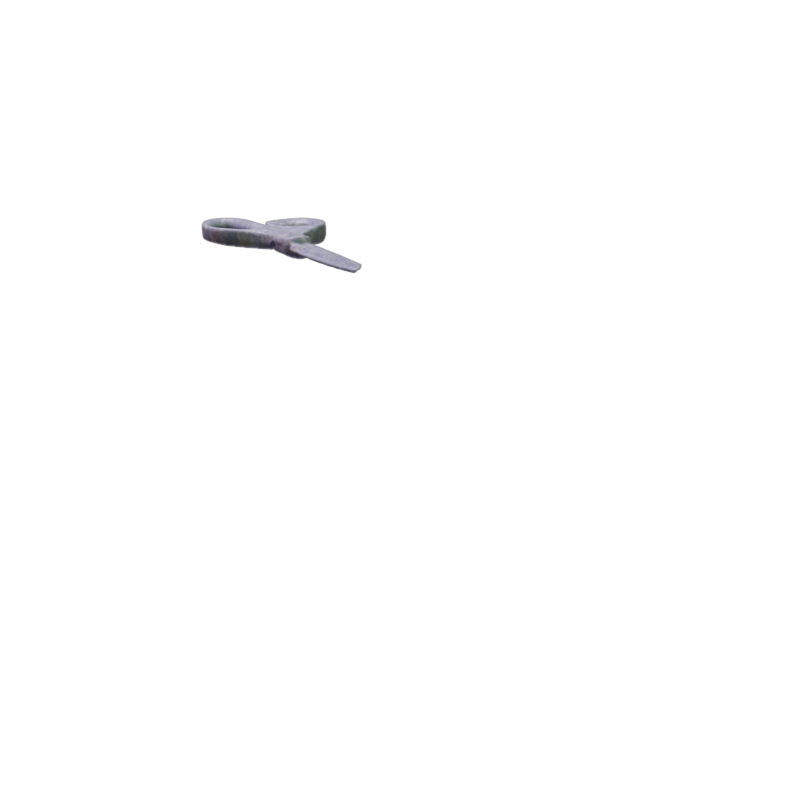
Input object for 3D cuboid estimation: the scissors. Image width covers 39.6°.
[{"bbox_3d":[-0.057,-0.105,0.734,0.094,0.015,0.213,-13,21,-38],"label":"scissors"}]
